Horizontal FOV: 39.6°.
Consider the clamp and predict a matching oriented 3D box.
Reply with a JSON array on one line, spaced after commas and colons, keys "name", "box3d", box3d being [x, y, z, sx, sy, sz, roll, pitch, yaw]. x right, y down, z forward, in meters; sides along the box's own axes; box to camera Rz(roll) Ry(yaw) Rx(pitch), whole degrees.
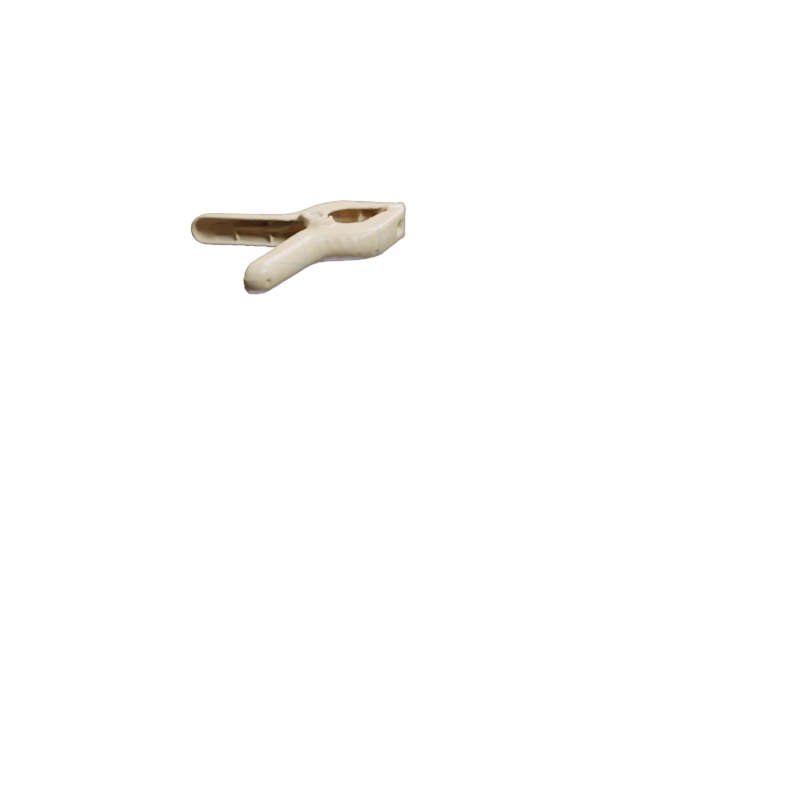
[{"name": "clamp", "box3d": [-0.067, -0.123, 0.858, 0.169, 0.037, 0.130, -12, 37, -16]}]
